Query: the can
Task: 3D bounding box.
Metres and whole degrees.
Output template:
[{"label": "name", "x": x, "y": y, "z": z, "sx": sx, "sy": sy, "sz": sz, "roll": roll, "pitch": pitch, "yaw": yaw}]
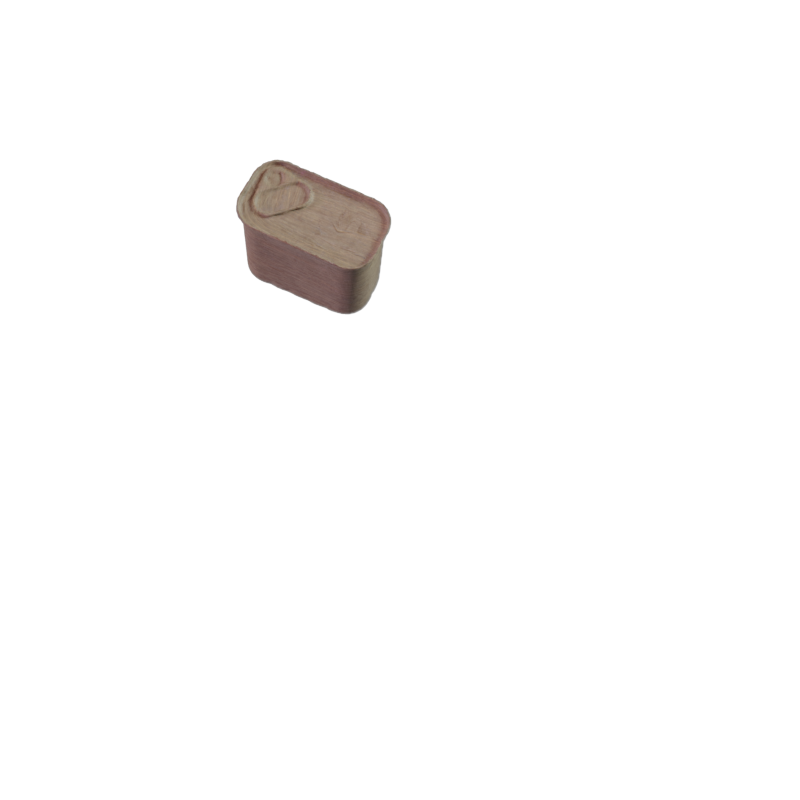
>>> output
[{"label": "can", "x": -0.061, "y": -0.111, "z": 0.774, "sx": 0.104, "sy": 0.059, "sz": 0.079, "roll": 25, "pitch": -22, "yaw": 9}]
